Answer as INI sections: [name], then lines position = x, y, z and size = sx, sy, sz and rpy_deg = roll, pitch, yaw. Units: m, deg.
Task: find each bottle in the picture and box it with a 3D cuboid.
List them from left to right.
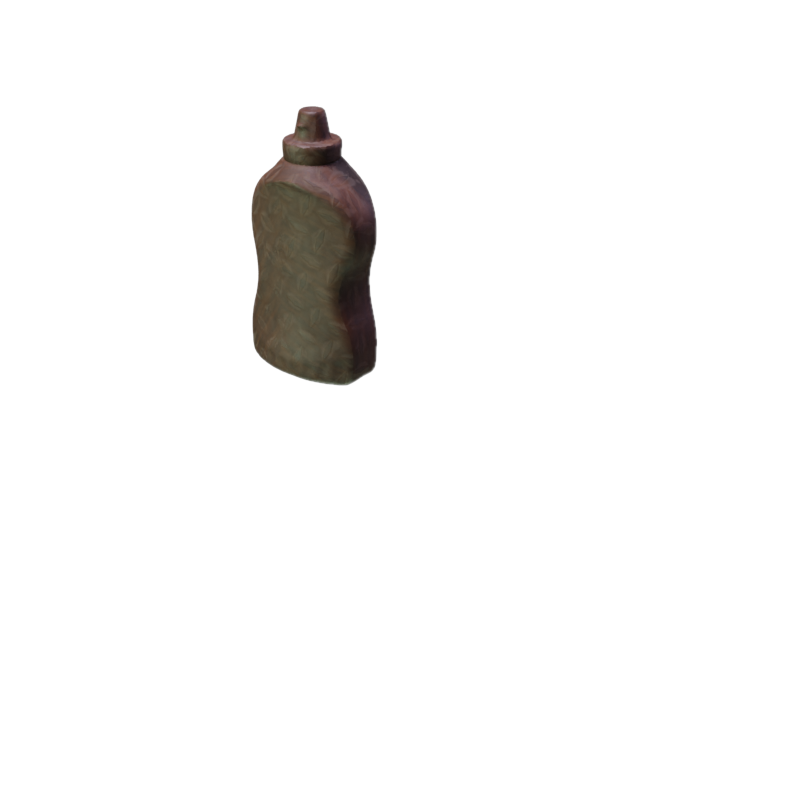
[bottle]
position = -0.061, -0.111, 0.780
size = 0.102, 0.183, 0.058
rpy_deg = 19, 28, 36
